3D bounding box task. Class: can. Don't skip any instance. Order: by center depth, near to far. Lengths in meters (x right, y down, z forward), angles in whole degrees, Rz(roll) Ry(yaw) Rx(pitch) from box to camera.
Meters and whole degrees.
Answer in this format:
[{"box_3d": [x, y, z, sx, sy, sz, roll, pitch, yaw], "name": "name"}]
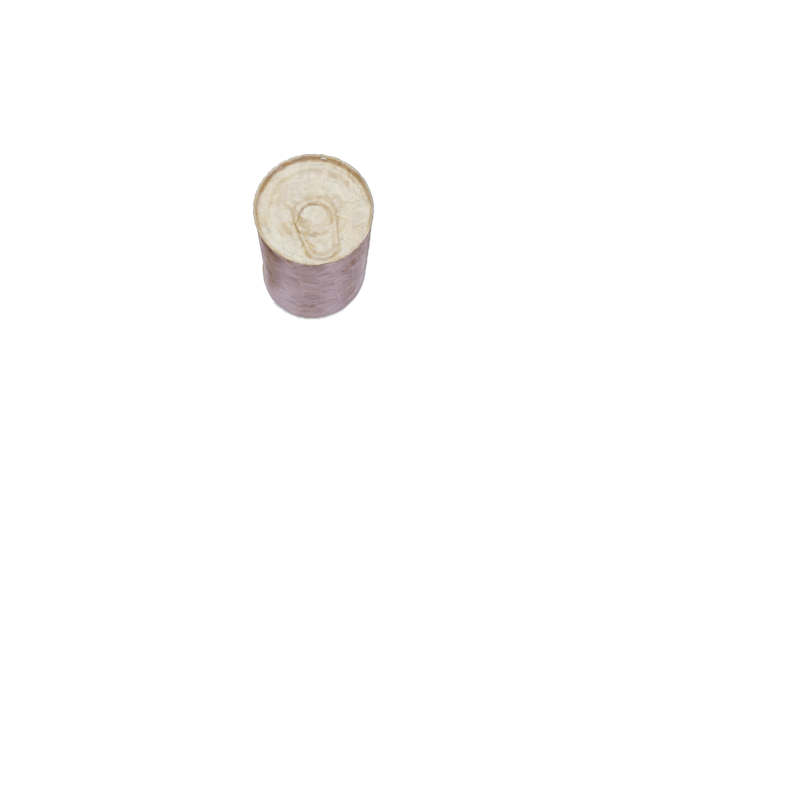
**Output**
[{"box_3d": [-0.052, -0.095, 0.667, 0.068, 0.072, 0.098, 0, -17, -3], "name": "can"}]
